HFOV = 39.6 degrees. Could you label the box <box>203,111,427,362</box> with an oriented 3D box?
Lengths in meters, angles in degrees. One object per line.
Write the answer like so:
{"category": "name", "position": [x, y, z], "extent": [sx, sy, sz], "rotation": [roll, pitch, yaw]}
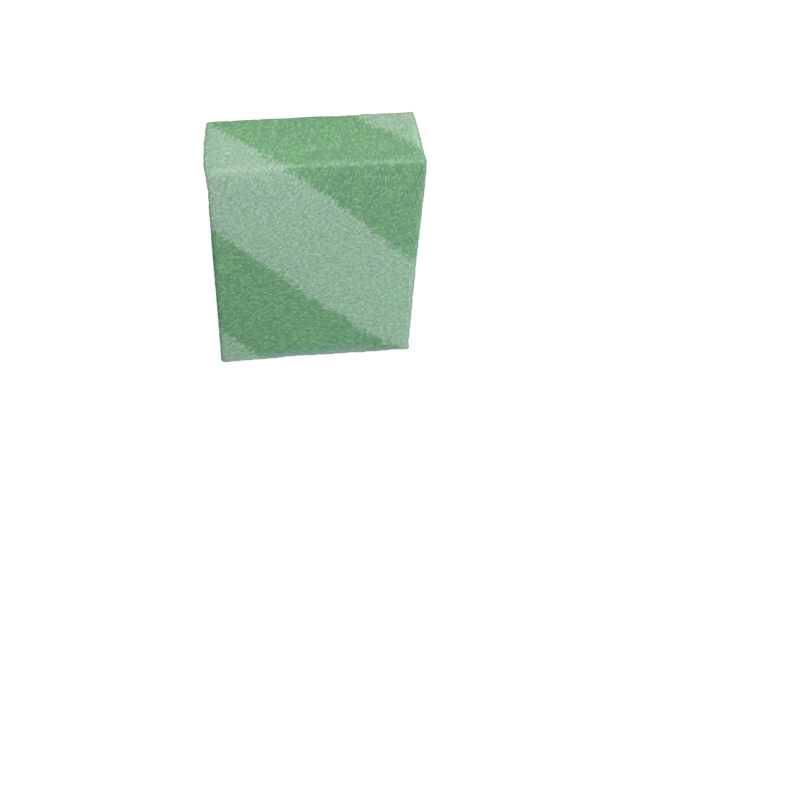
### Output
{"category": "box", "position": [-0.070, -0.128, 0.897], "extent": [0.163, 0.077, 0.199], "rotation": [-3, -42, -5]}
